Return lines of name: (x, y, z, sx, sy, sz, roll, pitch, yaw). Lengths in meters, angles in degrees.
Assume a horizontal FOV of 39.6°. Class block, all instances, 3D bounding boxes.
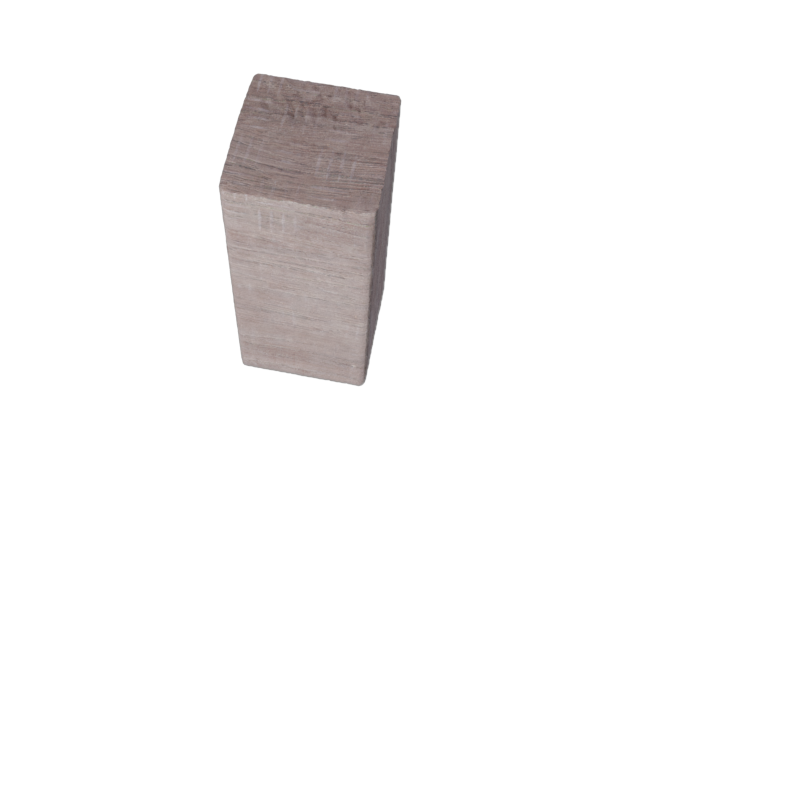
block: (-0.056, -0.100, 0.706, 0.091, 0.095, 0.194, 11, -29, 2)
